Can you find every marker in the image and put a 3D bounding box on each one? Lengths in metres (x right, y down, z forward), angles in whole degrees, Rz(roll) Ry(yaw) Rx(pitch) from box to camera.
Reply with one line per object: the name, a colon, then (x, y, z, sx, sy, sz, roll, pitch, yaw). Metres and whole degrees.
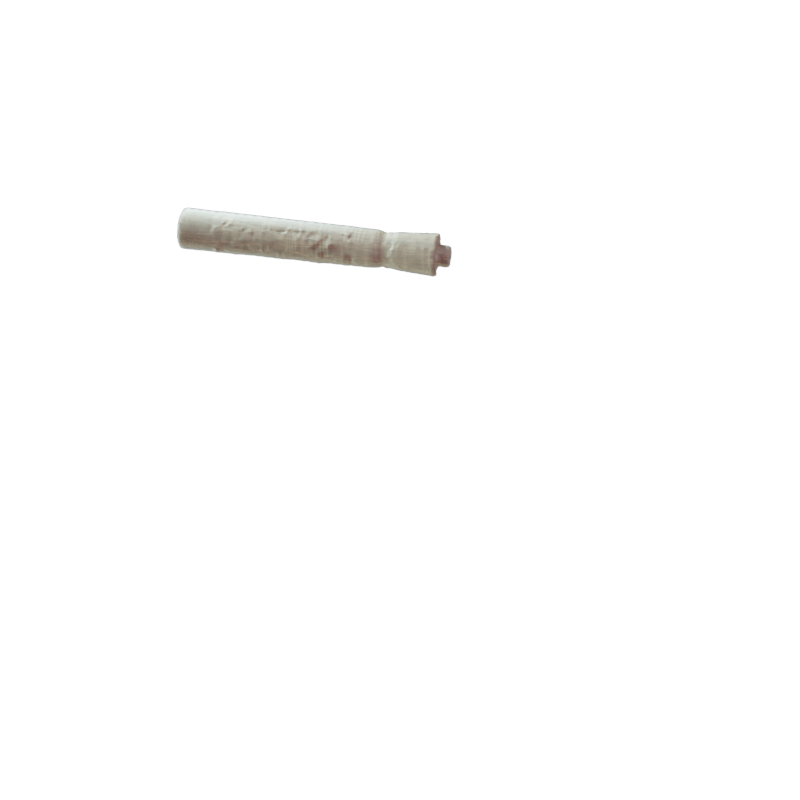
marker: (-0.038, -0.070, 0.488, 0.123, 0.020, 0.020, 8, 5, 12)
